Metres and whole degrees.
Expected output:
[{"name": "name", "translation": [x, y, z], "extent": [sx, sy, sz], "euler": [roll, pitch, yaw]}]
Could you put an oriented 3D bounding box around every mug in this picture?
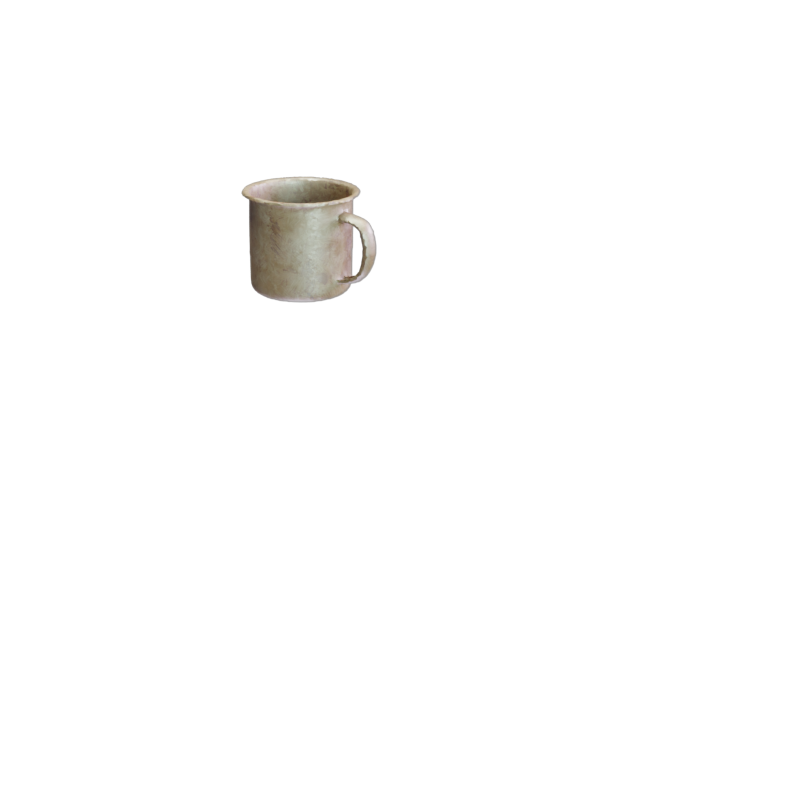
[{"name": "mug", "translation": [-0.068, -0.124, 0.871], "extent": [0.123, 0.078, 0.093], "euler": [15, 25, 32]}]
